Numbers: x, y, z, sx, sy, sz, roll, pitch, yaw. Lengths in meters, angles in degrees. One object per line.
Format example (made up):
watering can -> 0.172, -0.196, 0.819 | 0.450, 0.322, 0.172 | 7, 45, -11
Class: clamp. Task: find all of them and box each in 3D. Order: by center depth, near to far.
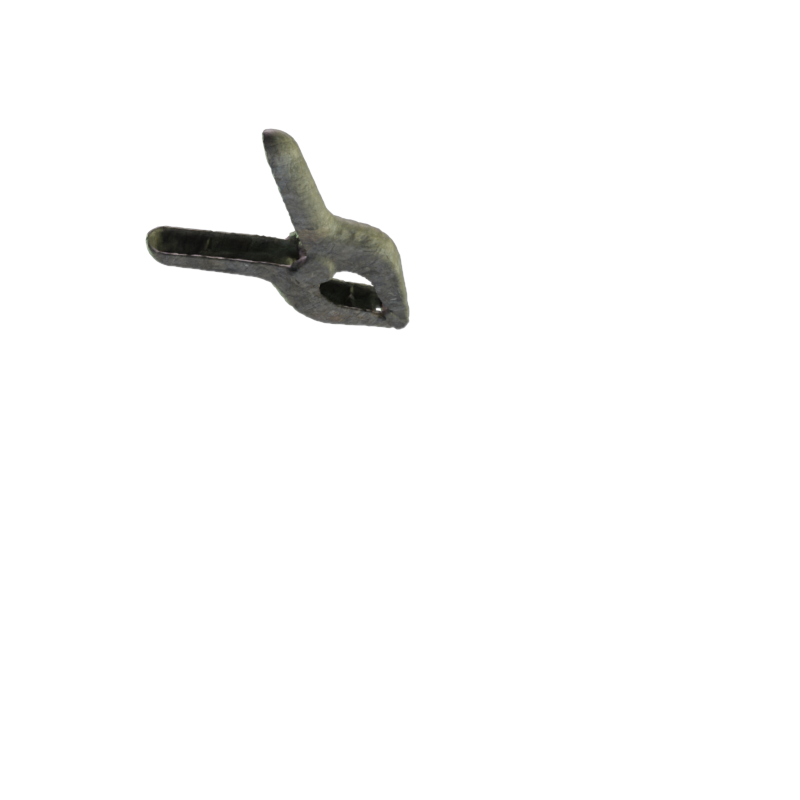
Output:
clamp -> -0.052, -0.095, 0.664 | 0.163, 0.042, 0.118 | 20, -38, -29
